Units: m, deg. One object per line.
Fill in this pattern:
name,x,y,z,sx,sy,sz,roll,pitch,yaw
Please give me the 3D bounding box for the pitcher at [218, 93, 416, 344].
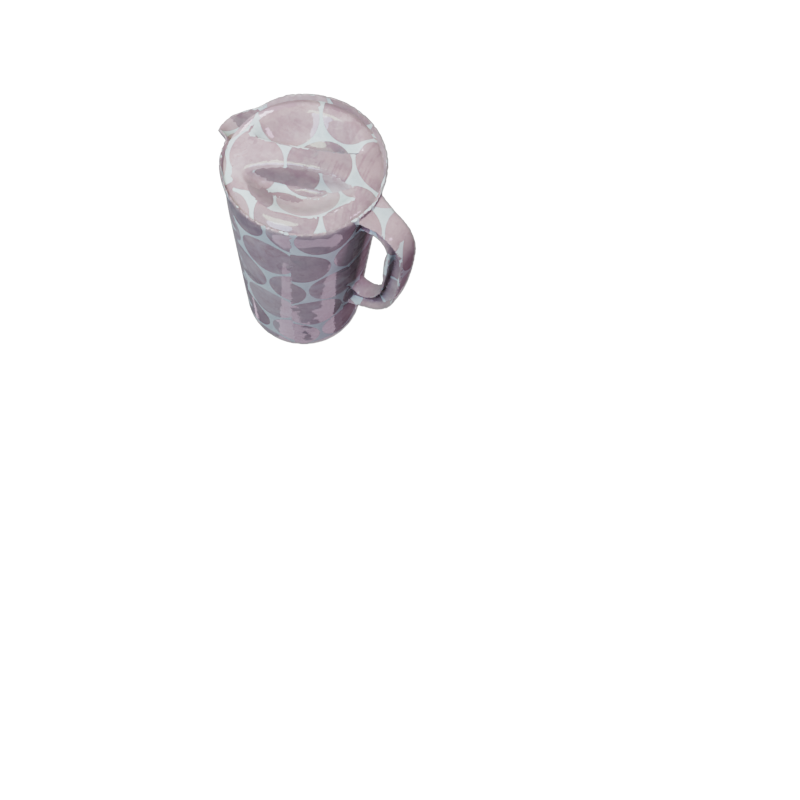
pitcher,-0.075,-0.137,0.962,0.144,0.159,0.230,-8,-24,-7
